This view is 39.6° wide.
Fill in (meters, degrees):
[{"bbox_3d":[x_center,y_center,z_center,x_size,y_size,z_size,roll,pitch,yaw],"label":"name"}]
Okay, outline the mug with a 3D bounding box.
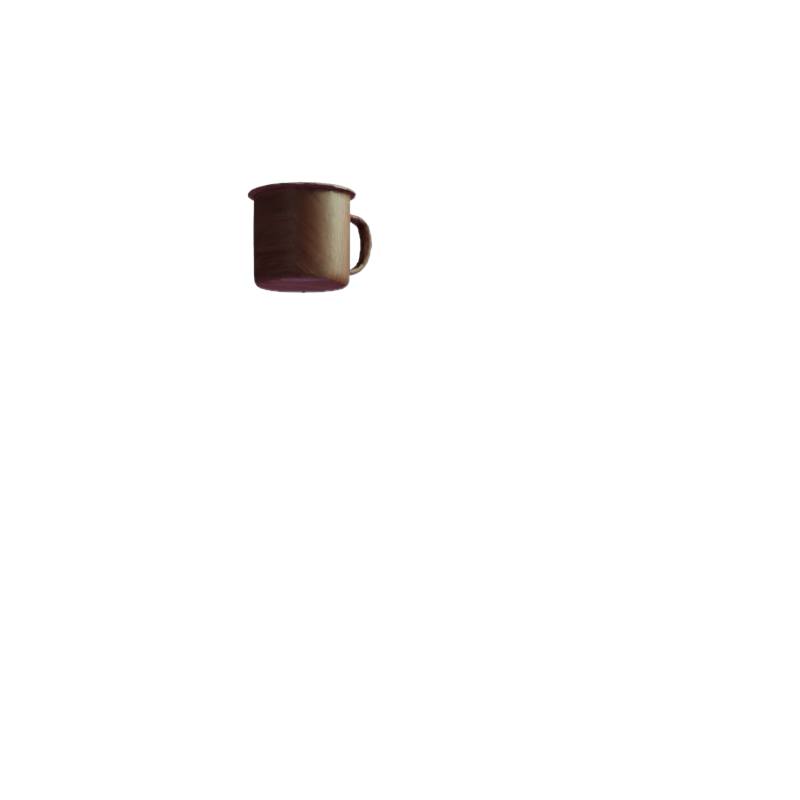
[{"bbox_3d":[-0.074,-0.136,0.950,0.112,0.083,0.096,3,-6,-37],"label":"mug"}]
